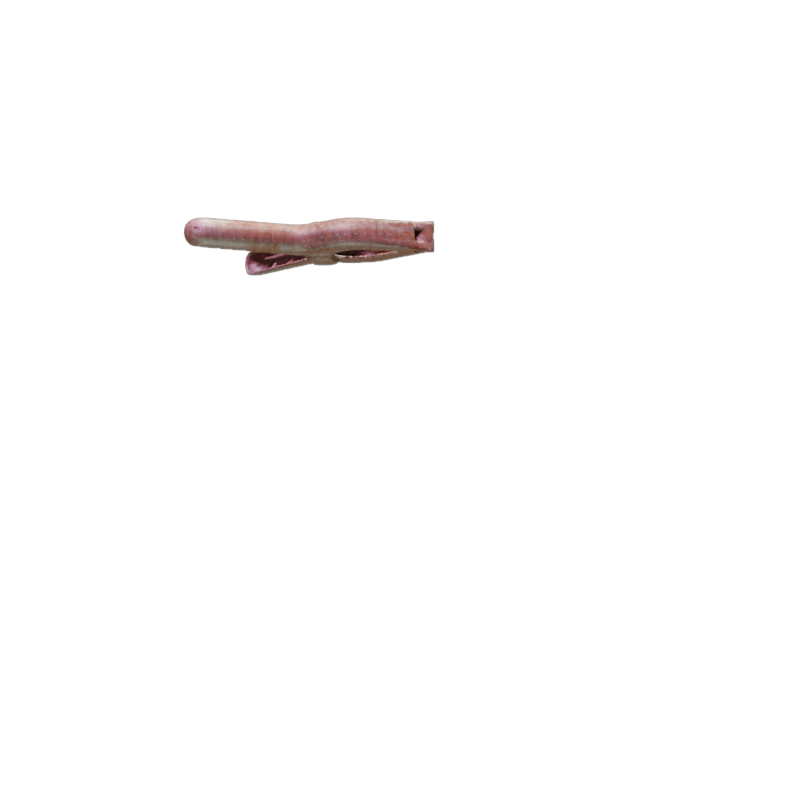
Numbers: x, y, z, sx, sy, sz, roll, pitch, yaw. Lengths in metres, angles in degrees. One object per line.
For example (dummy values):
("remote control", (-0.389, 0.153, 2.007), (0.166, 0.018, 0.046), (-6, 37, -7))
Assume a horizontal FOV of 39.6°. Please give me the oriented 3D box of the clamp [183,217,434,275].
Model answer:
("clamp", (-0.077, -0.140, 0.982), (0.215, 0.037, 0.158), (-1, -4, 22))
